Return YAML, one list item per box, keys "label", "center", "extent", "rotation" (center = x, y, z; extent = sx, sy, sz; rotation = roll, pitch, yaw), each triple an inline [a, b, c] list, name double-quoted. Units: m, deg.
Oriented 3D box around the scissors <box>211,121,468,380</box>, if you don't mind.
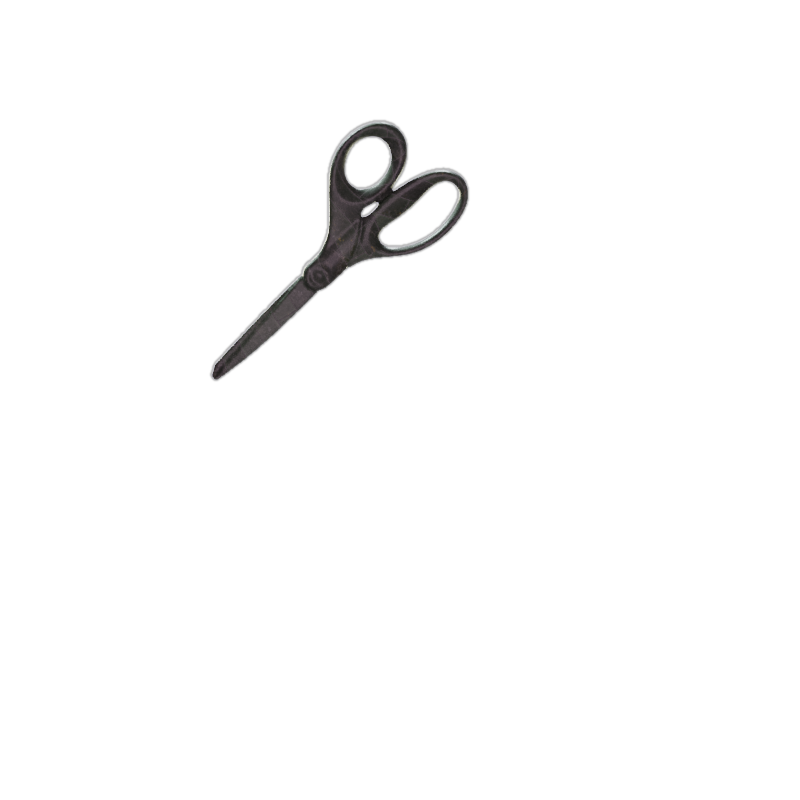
- label: "scissors"
  center: [-0.054, -0.099, 0.695]
  extent: [0.202, 0.093, 0.016]
  rotation: [-29, 11, 6]
